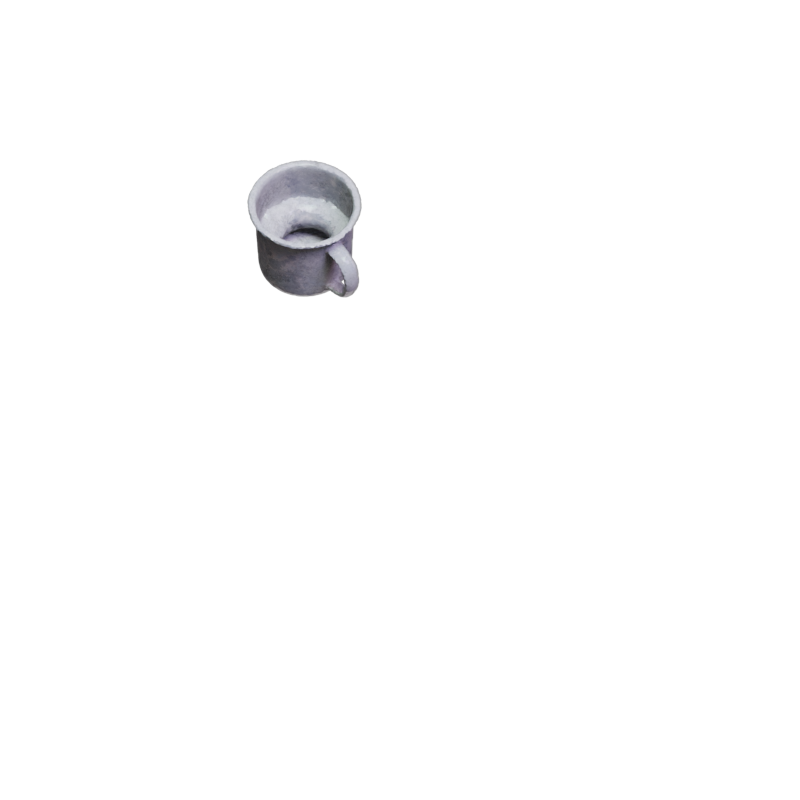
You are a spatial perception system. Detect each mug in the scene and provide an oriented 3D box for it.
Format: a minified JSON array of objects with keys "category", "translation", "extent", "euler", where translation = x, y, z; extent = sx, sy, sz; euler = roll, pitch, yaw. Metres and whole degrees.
[{"category":"mug","translation":[-0.073,-0.133,0.929],"extent":[0.093,0.125,0.076],"euler":[-33,-28,-21]}]
